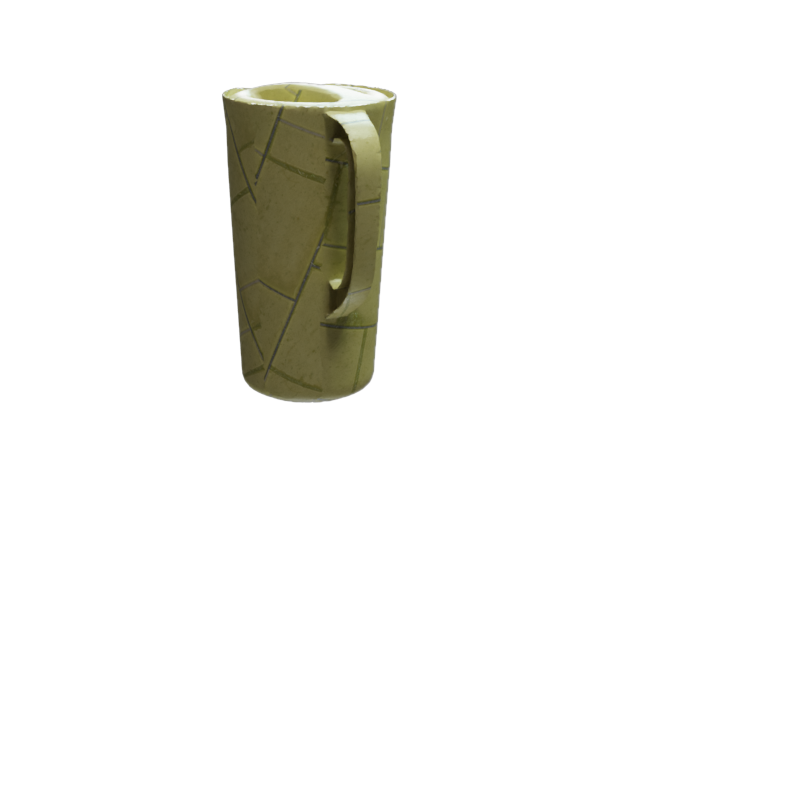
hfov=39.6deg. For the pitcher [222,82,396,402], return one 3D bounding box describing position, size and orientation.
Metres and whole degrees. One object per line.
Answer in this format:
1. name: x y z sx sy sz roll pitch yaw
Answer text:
1. pitcher: -0.068 -0.123 0.864 0.149 0.234 0.151 6 18 17
